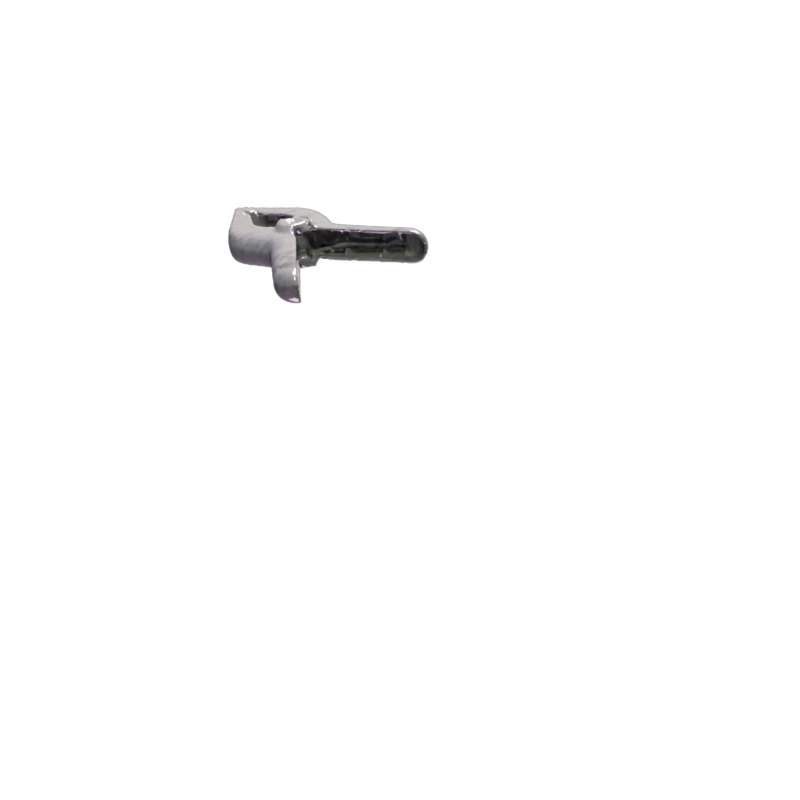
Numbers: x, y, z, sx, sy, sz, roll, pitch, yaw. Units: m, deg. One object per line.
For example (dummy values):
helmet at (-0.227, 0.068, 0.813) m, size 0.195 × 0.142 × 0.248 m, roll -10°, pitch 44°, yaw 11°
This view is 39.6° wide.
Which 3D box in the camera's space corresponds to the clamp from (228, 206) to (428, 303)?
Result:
clamp at (-0.063, -0.115, 0.809) m, size 0.118 × 0.037 × 0.183 m, roll -12°, pitch 27°, yaw -25°
